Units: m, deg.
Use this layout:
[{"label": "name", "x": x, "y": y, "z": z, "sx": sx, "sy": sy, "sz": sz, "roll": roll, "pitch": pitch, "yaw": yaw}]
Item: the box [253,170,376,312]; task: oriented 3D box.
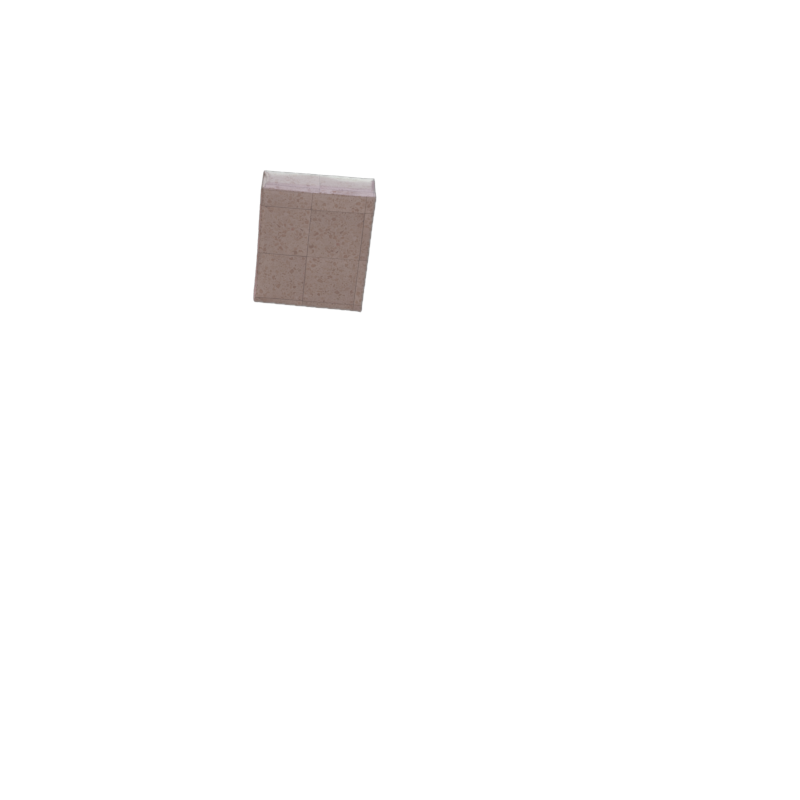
[{"label": "box", "x": -0.057, "y": -0.103, "z": 0.725, "sx": 0.073, "sy": 0.084, "sz": 0.032, "roll": 5, "pitch": 32, "yaw": -4}]
